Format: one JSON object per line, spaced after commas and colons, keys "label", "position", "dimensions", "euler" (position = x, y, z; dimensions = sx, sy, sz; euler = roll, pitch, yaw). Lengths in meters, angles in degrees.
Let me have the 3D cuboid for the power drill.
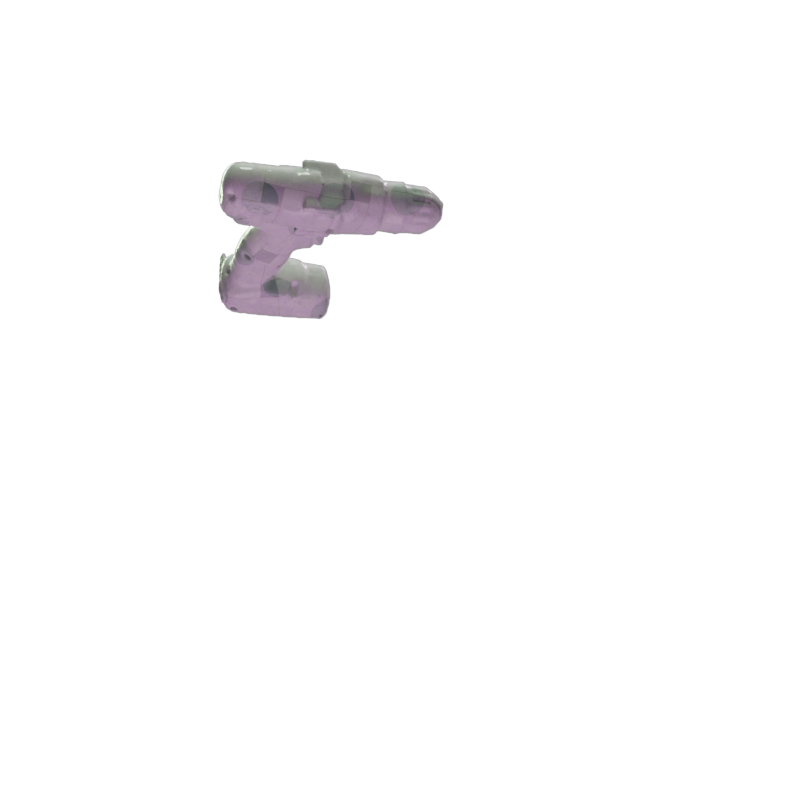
{"label": "power drill", "position": [-0.075, -0.136, 0.954], "dimensions": [0.181, 0.061, 0.180], "euler": [7, -28, -14]}
